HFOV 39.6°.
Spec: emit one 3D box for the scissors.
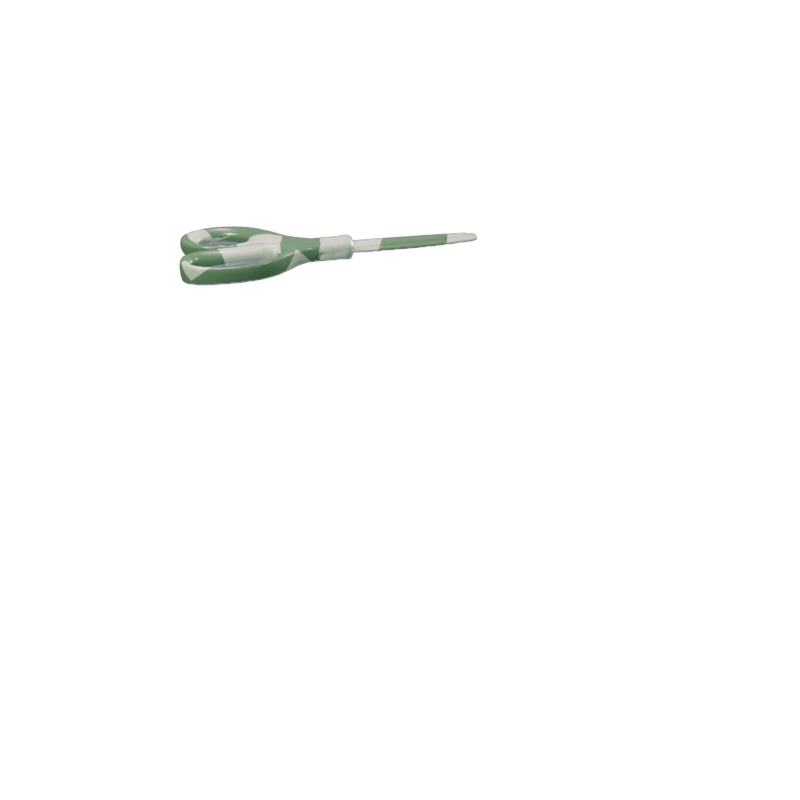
[{"bbox_3d":[-0.058,-0.106,0.739,0.198,0.015,0.103,-14,28,-28],"label":"scissors"}]
